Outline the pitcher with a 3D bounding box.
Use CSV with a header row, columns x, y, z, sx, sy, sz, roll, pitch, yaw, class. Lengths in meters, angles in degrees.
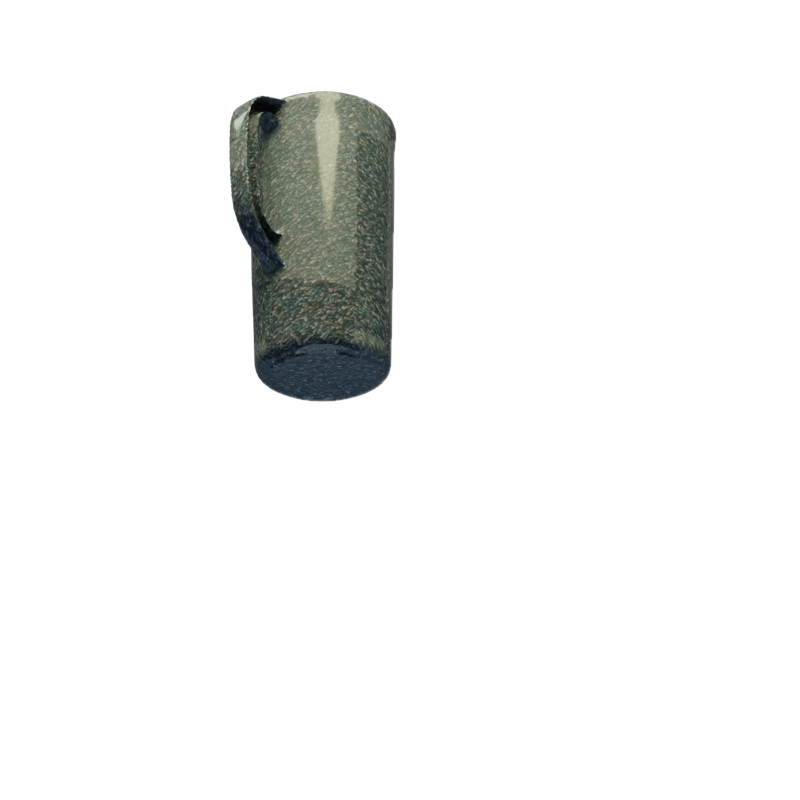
x,y,z,sx,sy,sz,roll,pitch,yaw,class
-0.072,-0.132,0.924,0.148,0.259,0.137,2,-30,-7,pitcher
